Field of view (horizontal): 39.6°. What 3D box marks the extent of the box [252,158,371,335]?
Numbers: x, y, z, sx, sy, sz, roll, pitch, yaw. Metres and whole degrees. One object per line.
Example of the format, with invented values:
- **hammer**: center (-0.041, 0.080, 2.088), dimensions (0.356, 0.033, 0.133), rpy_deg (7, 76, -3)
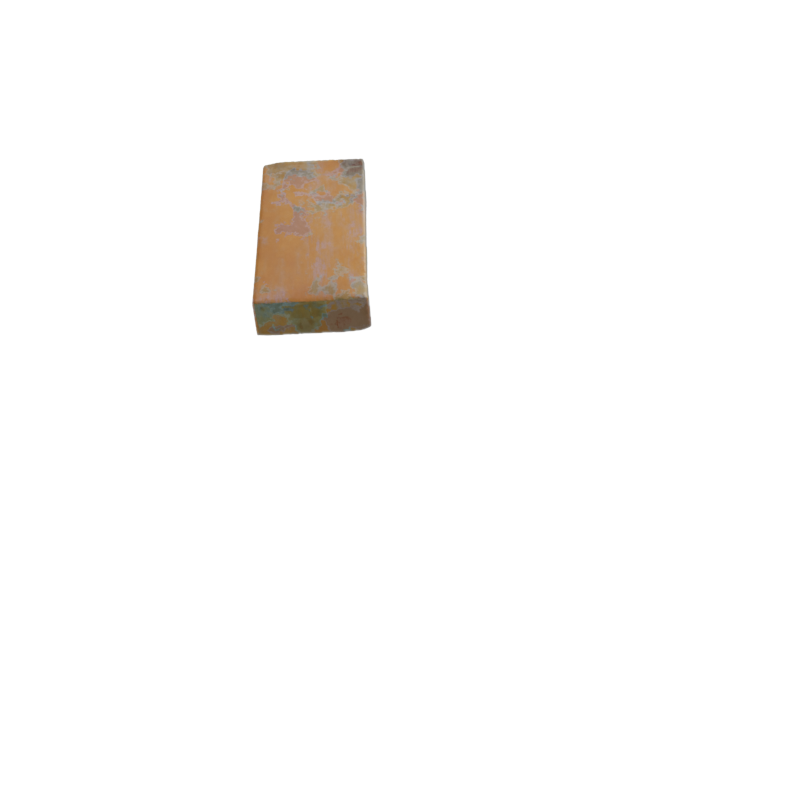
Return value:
- **box**: center (-0.073, -0.134, 0.936), dimensions (0.093, 0.189, 0.045), rpy_deg (-4, -41, 1)
